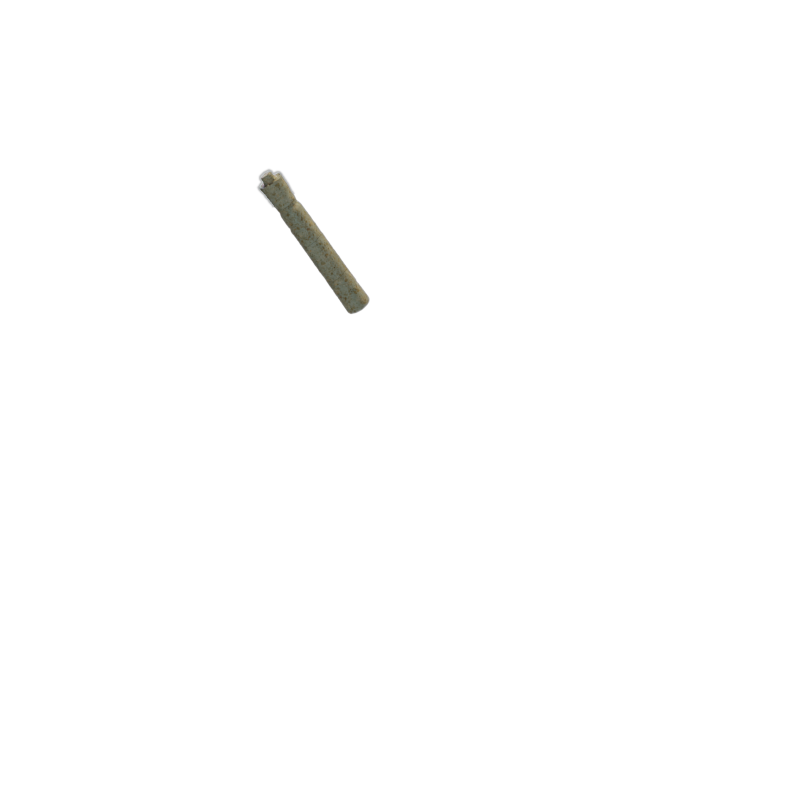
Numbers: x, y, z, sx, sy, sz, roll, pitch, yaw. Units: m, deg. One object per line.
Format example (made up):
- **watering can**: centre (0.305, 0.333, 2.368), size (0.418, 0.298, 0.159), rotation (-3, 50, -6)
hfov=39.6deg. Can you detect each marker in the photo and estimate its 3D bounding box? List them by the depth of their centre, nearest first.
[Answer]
- **marker**: centre (-0.061, -0.111, 0.781), size (0.020, 0.115, 0.021), rotation (-31, 21, 13)
